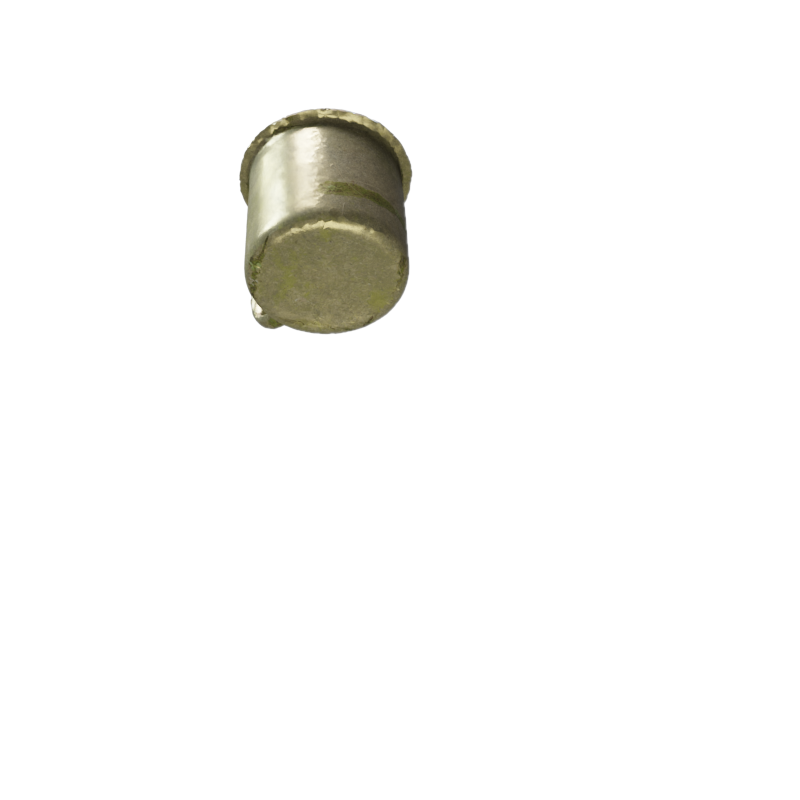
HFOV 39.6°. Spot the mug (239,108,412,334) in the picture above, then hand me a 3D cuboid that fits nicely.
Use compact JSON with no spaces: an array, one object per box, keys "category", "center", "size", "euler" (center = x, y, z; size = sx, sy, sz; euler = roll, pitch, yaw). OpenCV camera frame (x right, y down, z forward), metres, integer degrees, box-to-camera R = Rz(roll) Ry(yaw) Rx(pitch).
[{"category":"mug","center":[-0.045,-0.082,0.576],"size":[0.089,0.087,0.114],"euler":[26,-51,-26]}]
